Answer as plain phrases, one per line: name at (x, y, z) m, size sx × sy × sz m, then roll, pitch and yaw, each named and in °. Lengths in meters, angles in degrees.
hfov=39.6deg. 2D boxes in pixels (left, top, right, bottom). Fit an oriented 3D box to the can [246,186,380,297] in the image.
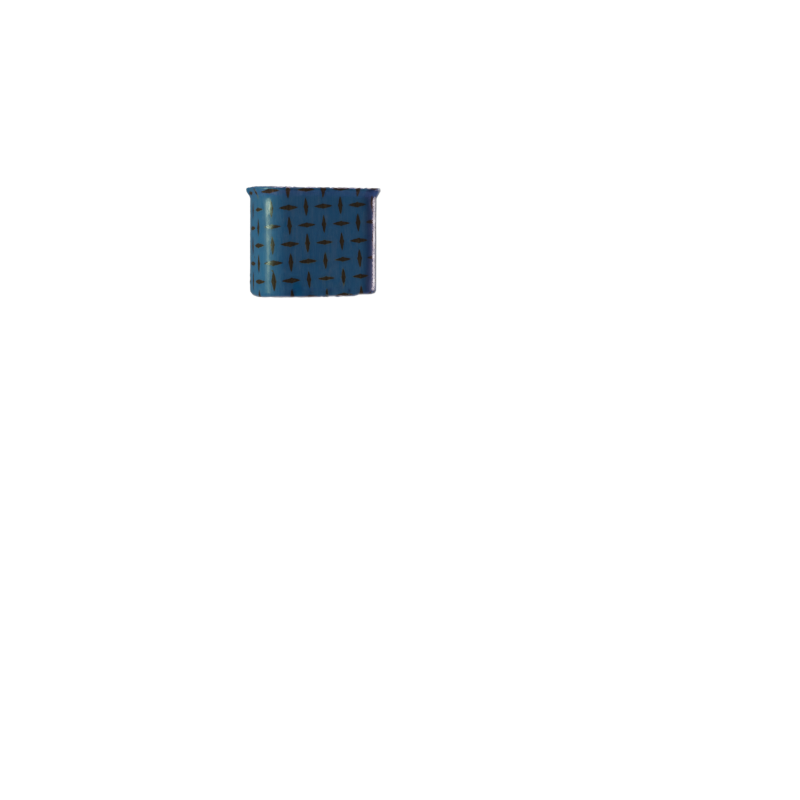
can at (-0.067, -0.123, 0.861) m, size 0.100 × 0.083 × 0.059 m, roll -2°, pitch 3°, yaw -18°
